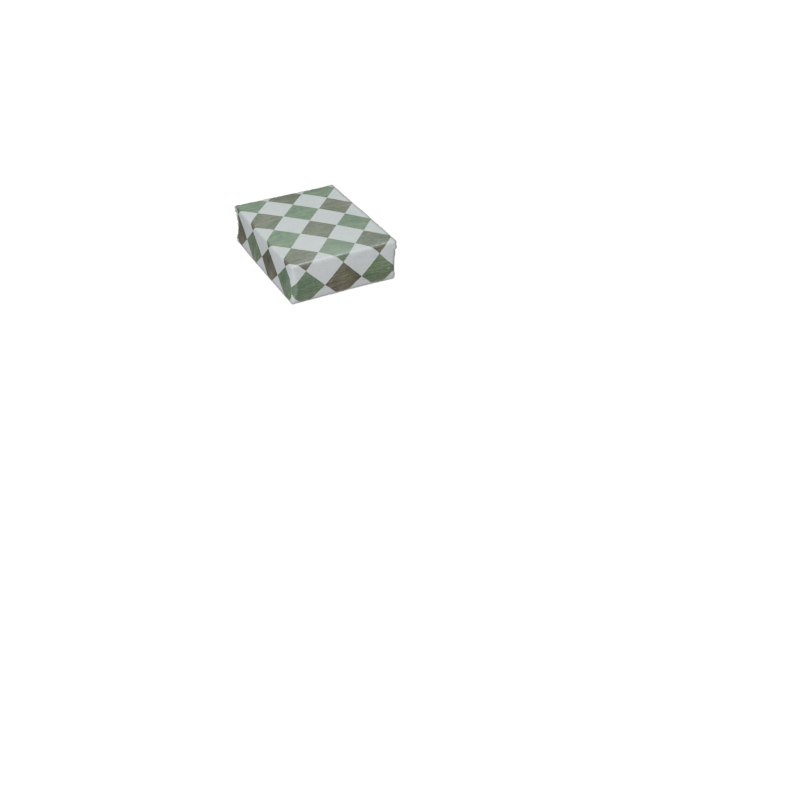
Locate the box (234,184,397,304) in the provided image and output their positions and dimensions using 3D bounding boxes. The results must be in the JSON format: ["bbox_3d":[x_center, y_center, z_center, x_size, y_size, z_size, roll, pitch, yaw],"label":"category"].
[{"bbox_3d":[-0.068,-0.125,0.874,0.088,0.037,0.122,-16,36,-24],"label":"box"}]
